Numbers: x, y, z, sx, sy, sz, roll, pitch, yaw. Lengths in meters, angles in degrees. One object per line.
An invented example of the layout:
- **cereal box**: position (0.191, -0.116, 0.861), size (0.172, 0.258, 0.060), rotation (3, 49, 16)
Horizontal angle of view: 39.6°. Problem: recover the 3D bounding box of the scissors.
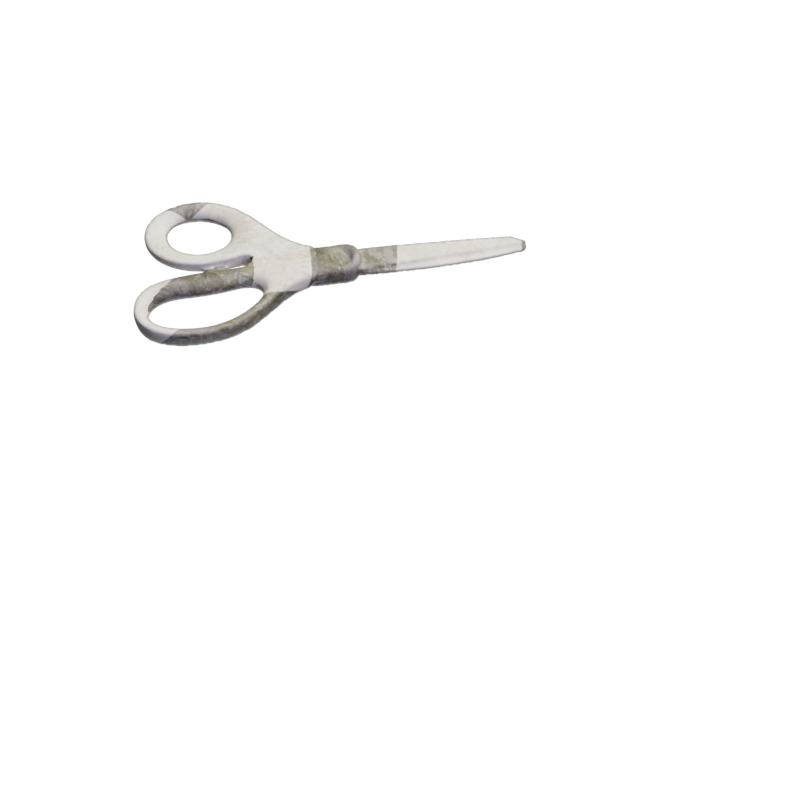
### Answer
- **scissors**: position (-0.045, -0.083, 0.579), size (0.200, 0.104, 0.015), rotation (-20, -35, -15)
